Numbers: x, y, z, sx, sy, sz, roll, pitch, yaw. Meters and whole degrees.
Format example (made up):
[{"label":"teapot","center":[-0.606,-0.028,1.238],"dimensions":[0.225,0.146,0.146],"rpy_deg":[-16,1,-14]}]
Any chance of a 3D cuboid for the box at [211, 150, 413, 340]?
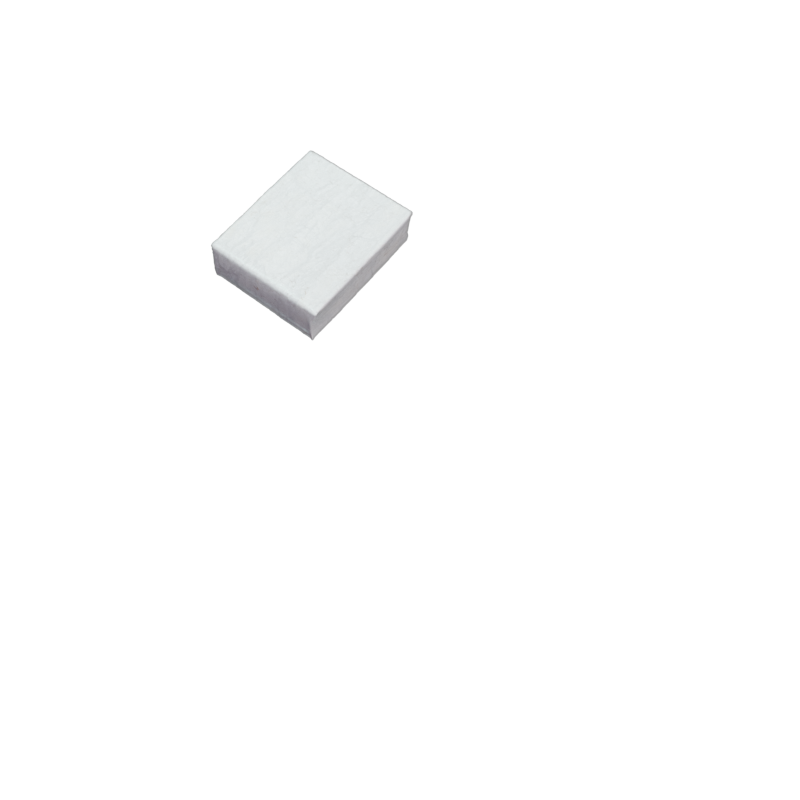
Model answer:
[{"label":"box","center":[-0.060,-0.109,0.761],"dimensions":[0.094,0.116,0.036],"rpy_deg":[32,-28,18]}]
